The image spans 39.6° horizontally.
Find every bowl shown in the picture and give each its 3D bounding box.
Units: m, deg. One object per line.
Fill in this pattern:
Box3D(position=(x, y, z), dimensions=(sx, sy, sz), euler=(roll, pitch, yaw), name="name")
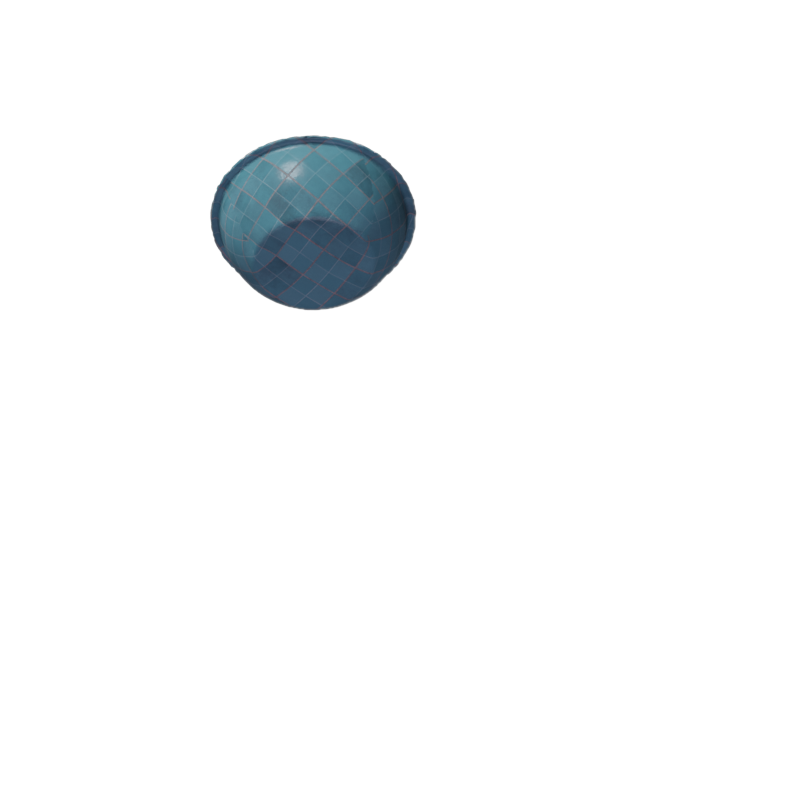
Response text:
Box3D(position=(-0.067, -0.122, 0.851), dimensions=(0.162, 0.151, 0.059), euler=(1, 42, -1), name="bowl")
